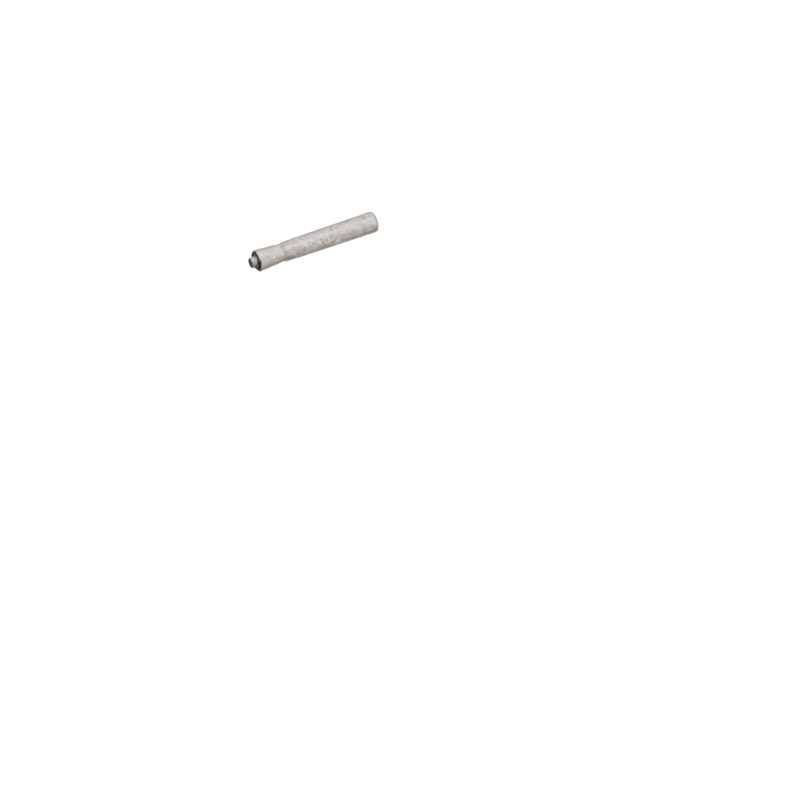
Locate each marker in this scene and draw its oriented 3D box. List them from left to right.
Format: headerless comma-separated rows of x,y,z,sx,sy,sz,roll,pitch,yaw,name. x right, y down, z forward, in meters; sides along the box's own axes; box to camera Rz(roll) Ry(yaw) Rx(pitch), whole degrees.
-0.074,-0.135,0.947,0.120,0.019,0.020,-22,13,-23,marker
